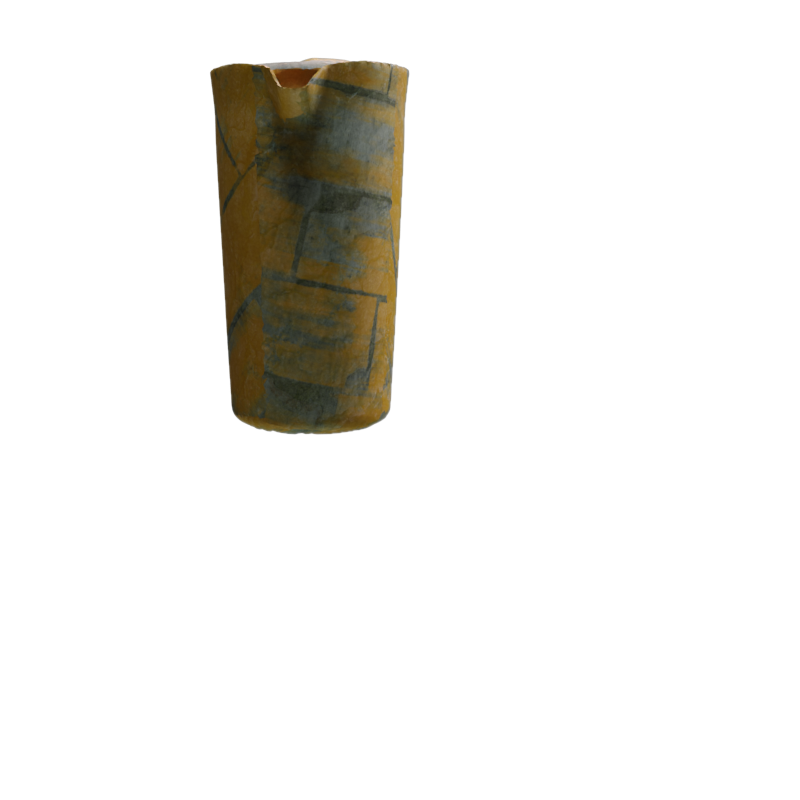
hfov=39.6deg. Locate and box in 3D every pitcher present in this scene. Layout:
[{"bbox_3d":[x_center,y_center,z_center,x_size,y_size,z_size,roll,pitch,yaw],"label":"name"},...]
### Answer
[{"bbox_3d":[-0.059,-0.108,0.758,0.144,0.241,0.151,-4,6,-42],"label":"pitcher"}]
